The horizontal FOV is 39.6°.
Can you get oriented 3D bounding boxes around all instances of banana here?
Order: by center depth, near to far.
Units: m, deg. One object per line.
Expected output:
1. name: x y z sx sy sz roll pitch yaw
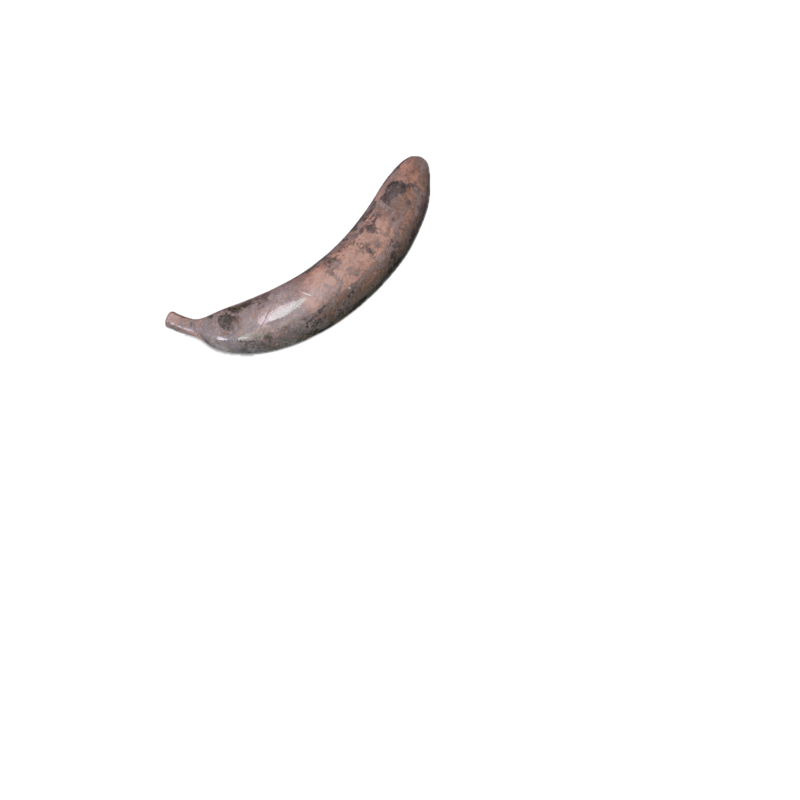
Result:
1. banana: -0.045 -0.082 0.678 0.198 0.073 0.035 -35 -21 -16
